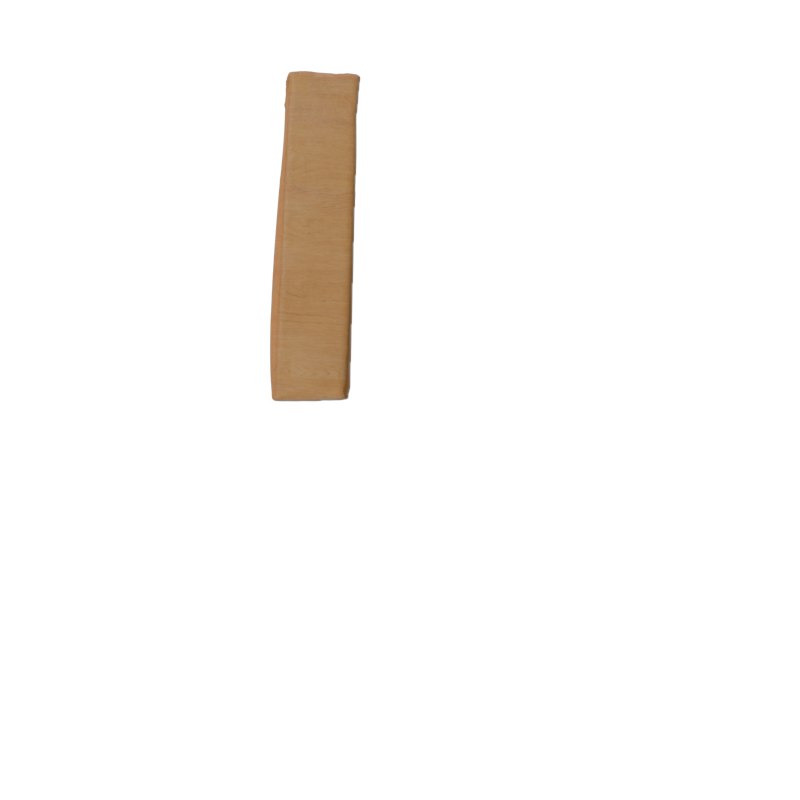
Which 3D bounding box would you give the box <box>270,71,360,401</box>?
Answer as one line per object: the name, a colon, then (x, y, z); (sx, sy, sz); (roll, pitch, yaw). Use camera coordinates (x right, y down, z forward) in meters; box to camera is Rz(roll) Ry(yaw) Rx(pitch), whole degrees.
box: (-0.050, -0.090, 0.628); (0.048, 0.178, 0.093); (0, -3, -6)
